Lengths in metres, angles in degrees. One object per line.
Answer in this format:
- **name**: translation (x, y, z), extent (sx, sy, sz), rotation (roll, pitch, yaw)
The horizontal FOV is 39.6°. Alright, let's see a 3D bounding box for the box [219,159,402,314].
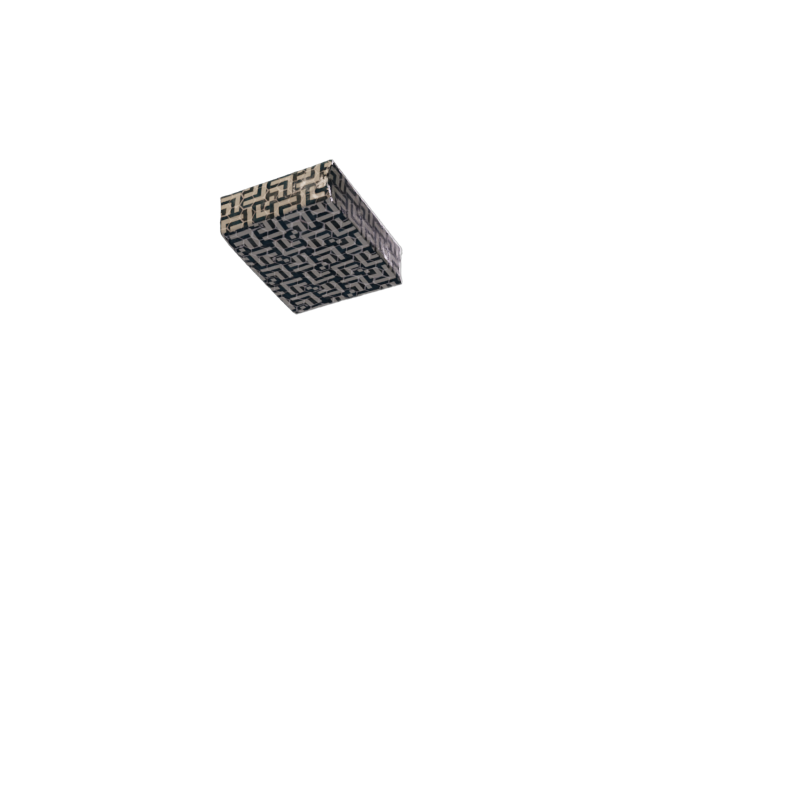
- **box**: translation (-0.061, -0.111, 0.779), extent (0.091, 0.042, 0.105), rotation (-15, -34, 22)
